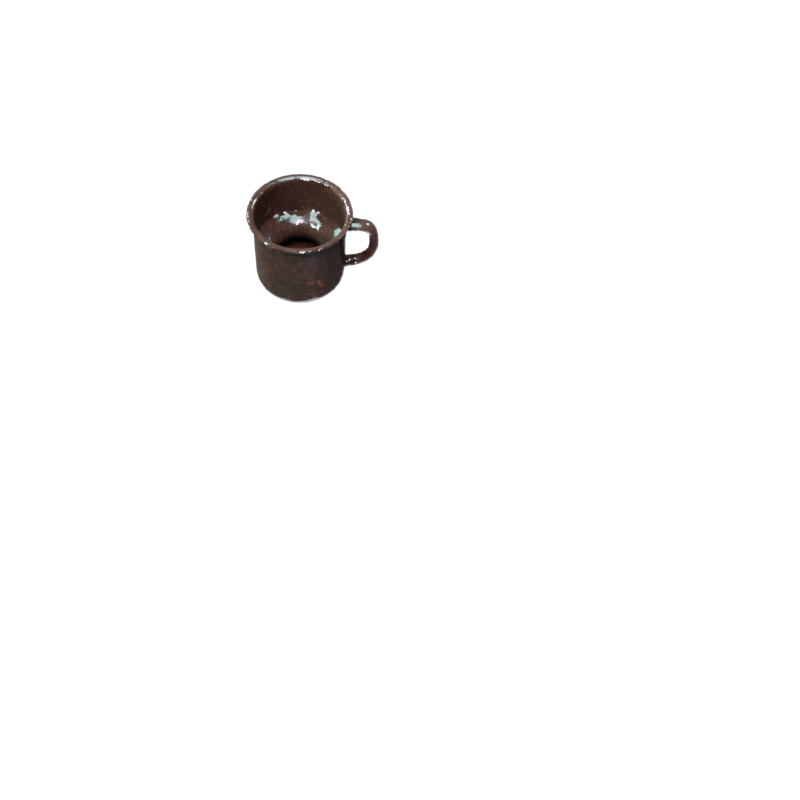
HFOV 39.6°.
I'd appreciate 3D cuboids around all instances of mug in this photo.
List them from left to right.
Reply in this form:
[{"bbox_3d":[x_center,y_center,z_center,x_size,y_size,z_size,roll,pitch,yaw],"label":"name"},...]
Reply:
[{"bbox_3d":[-0.078,-0.142,0.995,0.117,0.100,0.076,-2,-37,-3],"label":"mug"}]
